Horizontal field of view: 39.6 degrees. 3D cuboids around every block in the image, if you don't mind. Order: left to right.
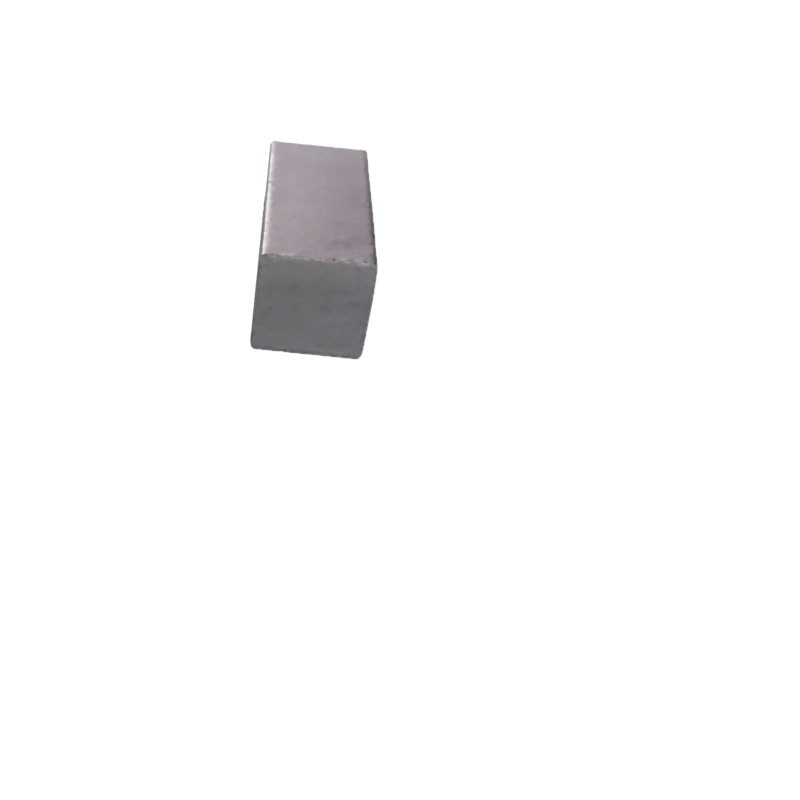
[{"bbox_3d":[-0.073,-0.133,0.935,0.090,0.085,0.220,5,34,-7],"label":"block"}]
